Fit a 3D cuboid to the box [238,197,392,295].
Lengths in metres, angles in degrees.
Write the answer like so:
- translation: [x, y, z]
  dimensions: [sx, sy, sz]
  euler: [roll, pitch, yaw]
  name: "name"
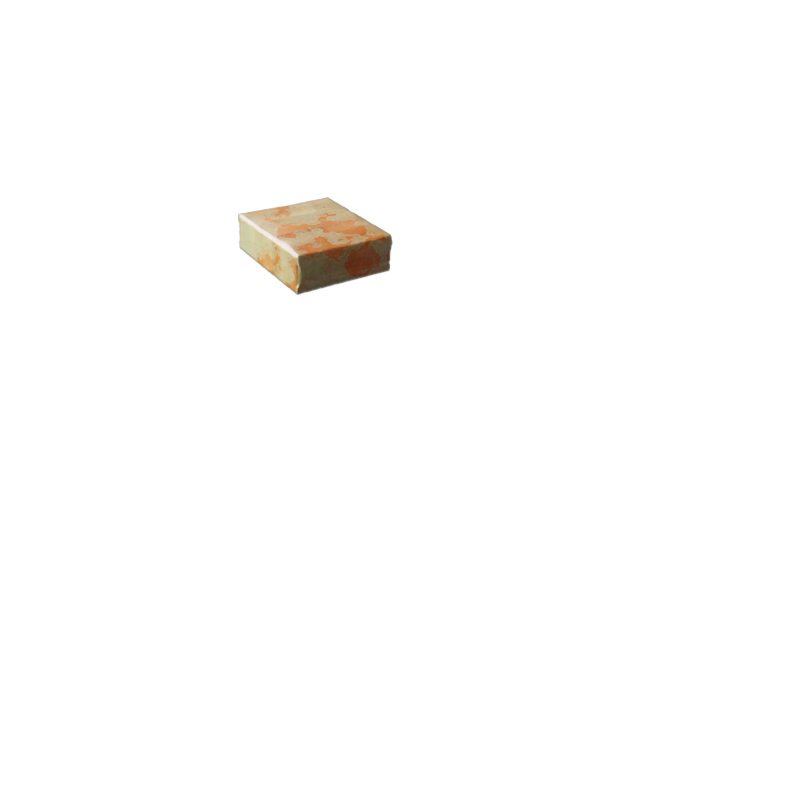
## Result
- translation: [-0.059, -0.108, 0.757]
  dimensions: [0.072, 0.029, 0.096]
  euler: [-16, 32, -27]
  name: "box"
